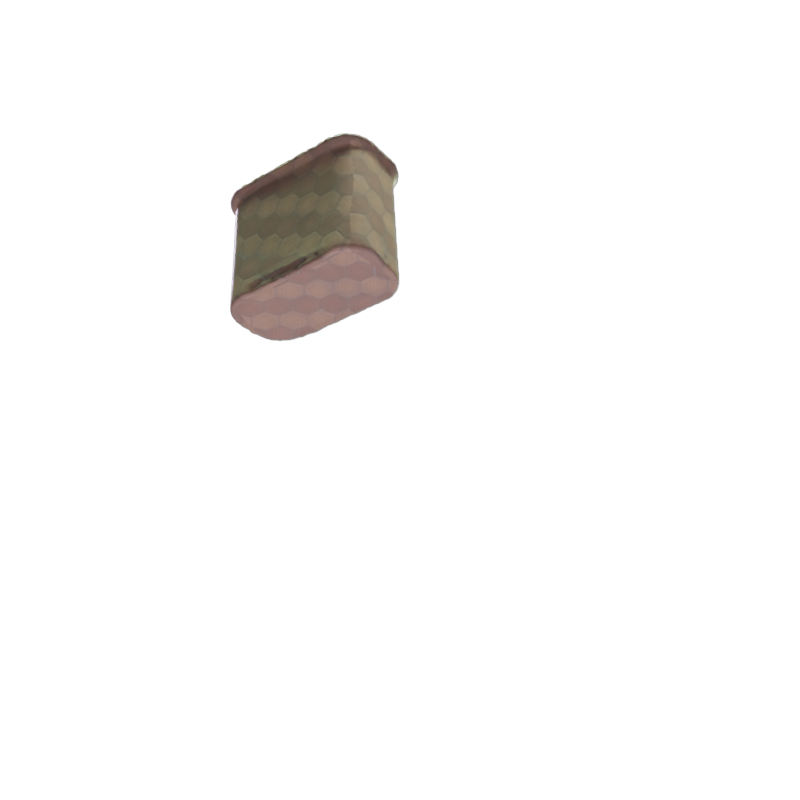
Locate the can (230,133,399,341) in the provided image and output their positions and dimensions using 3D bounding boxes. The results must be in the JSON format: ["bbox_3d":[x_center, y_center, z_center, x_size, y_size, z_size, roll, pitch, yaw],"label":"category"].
[{"bbox_3d":[-0.049,-0.090,0.633,0.102,0.090,0.053,-24,-42,27],"label":"can"}]
